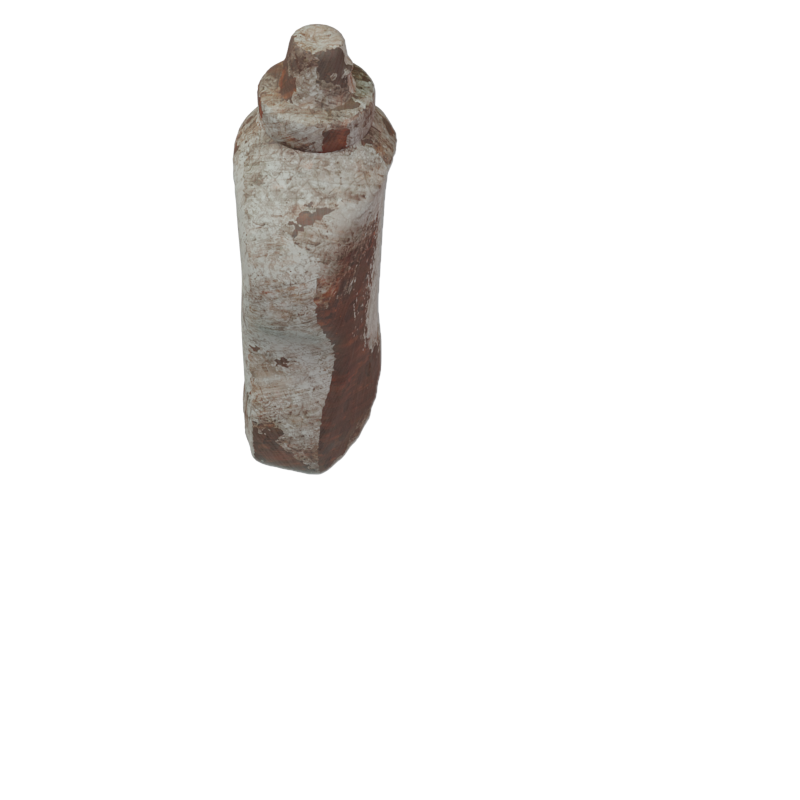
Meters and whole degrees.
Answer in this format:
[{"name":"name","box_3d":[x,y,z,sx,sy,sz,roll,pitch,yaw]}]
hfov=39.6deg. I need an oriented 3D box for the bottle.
[{"name":"bottle","box_3d":[-0.033,-0.062,0.433,0.059,0.101,0.179,12,-40,6]}]
